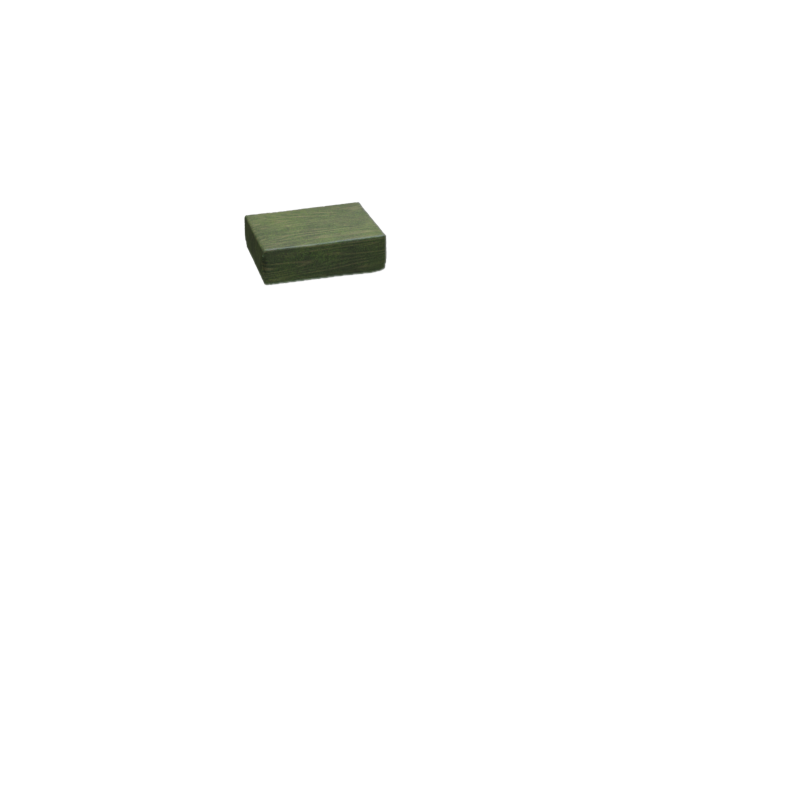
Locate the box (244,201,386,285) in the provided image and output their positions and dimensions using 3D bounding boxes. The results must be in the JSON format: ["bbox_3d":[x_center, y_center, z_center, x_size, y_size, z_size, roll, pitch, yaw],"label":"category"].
[{"bbox_3d":[-0.078,-0.142,0.995,0.112,0.037,0.096,-7,29,-13],"label":"box"}]
